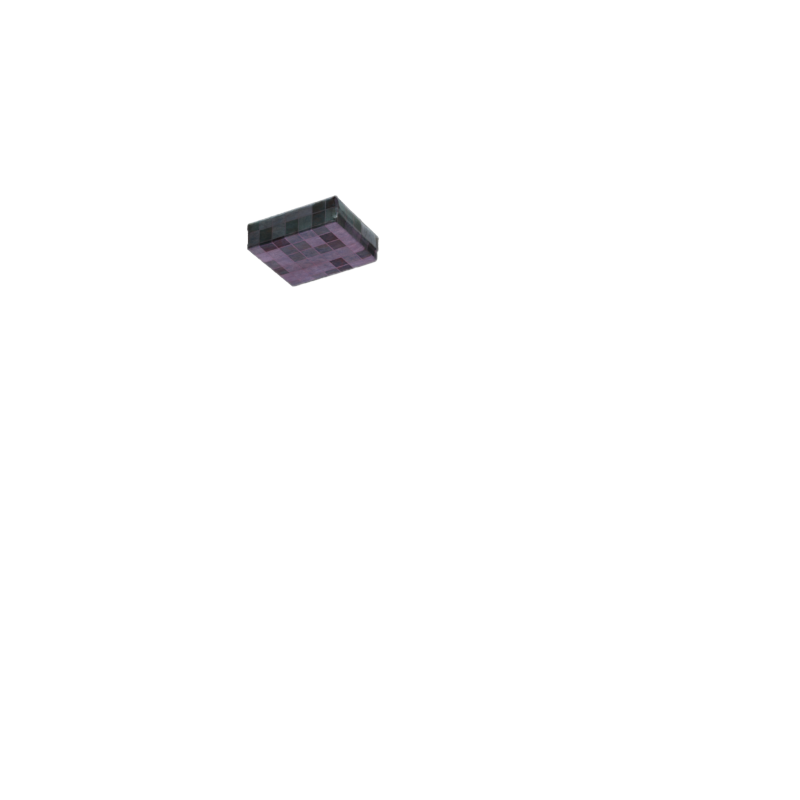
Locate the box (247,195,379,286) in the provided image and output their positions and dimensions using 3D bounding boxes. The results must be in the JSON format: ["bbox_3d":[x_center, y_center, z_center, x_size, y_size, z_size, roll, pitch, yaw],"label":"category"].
[{"bbox_3d":[-0.073,-0.134,0.938,0.090,0.032,0.068,-14,-30,26],"label":"box"}]
